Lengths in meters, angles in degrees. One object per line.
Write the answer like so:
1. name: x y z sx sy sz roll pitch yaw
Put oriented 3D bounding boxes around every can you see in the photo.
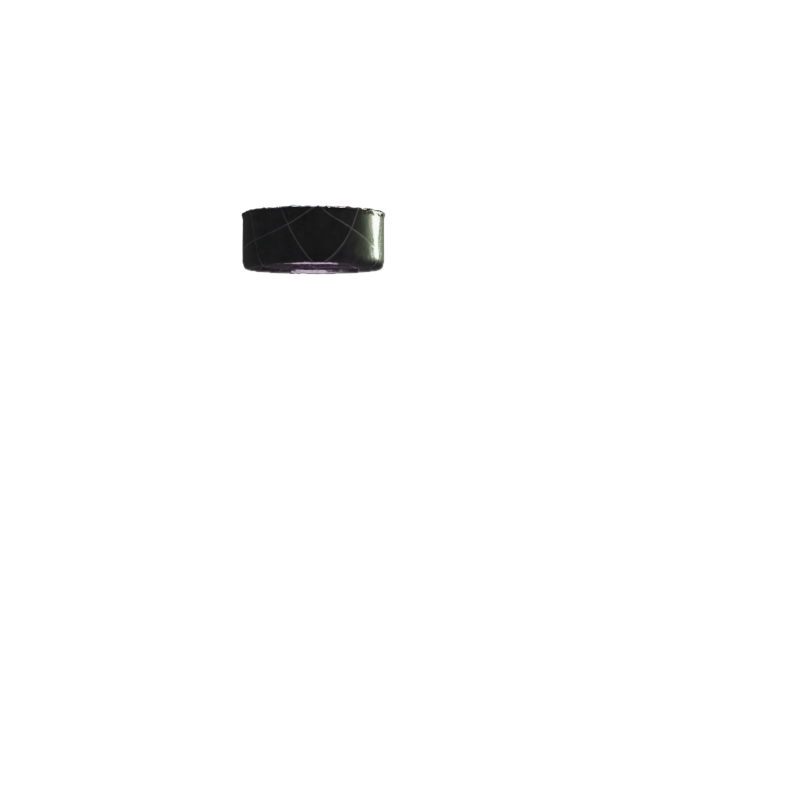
1. can: -0.052 -0.094 0.661 0.086 0.034 0.086 0 1 -2
